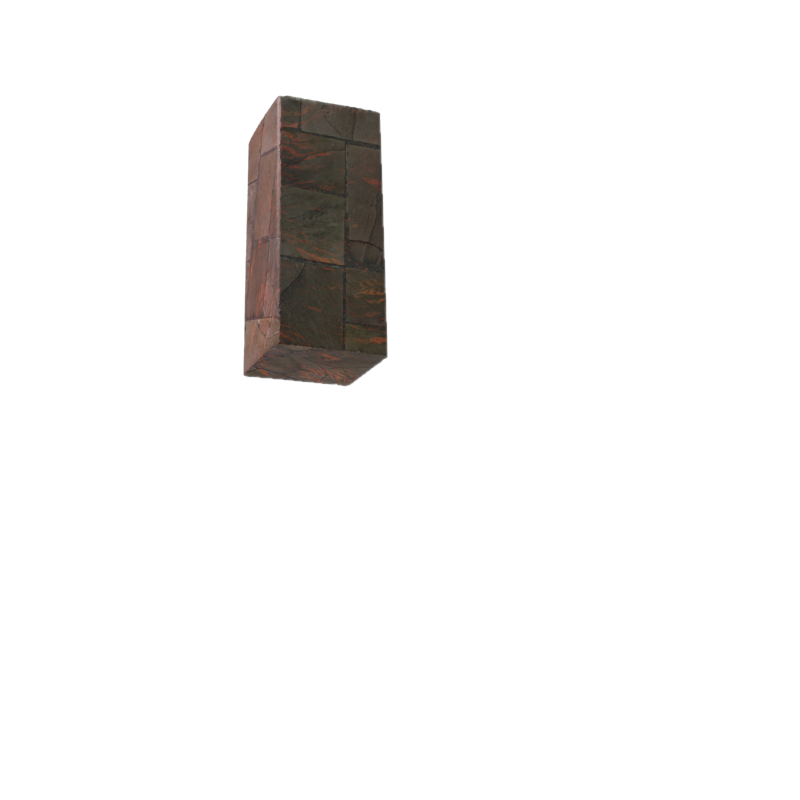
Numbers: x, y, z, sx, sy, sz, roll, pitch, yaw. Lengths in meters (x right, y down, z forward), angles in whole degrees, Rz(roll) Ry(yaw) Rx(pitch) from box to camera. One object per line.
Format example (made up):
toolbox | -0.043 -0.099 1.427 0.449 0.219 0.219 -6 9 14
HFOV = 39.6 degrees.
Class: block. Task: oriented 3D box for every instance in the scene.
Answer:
block | -0.069 -0.126 0.882 0.088 0.217 0.088 7 -23 -21
